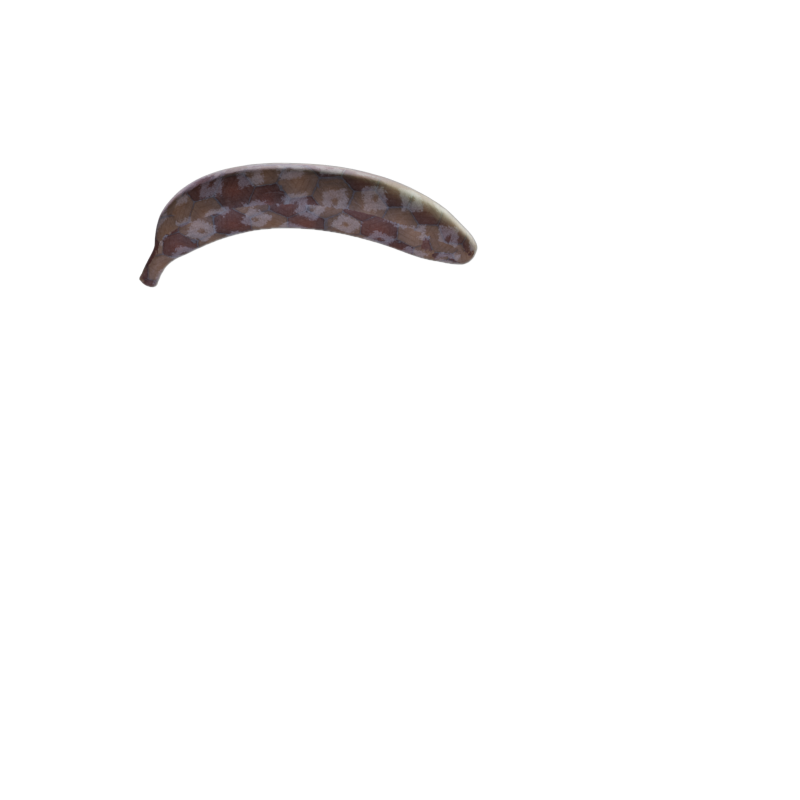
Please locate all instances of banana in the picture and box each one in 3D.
[{"bbox_3d":[-0.055,-0.105,0.637,0.198,0.065,0.039,-3,43,2],"label":"banana"}]
